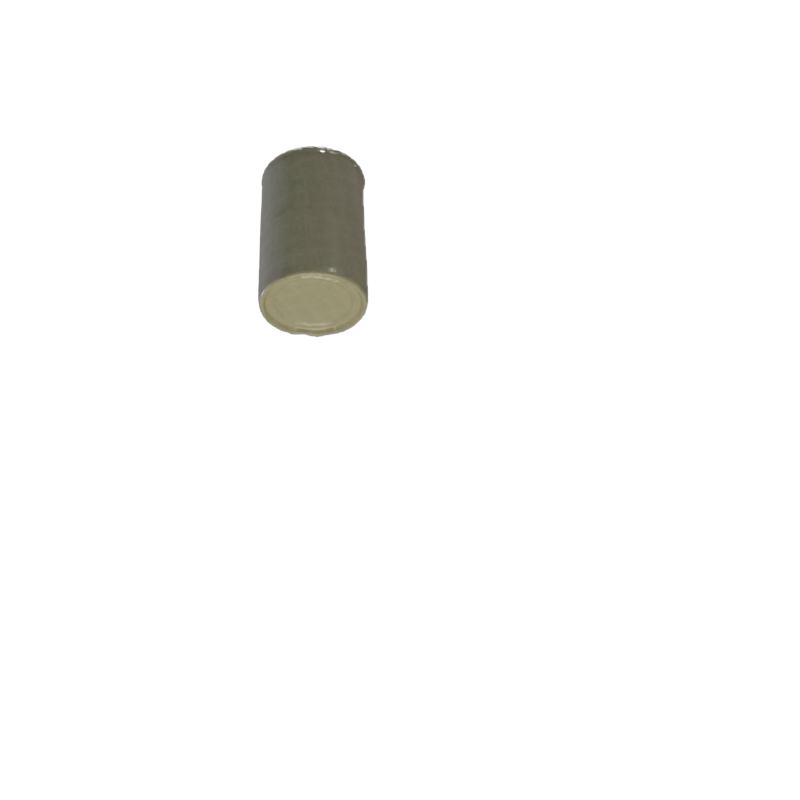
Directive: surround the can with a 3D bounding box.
[{"bbox_3d":[-0.054,-0.099,0.695,0.068,0.109,0.064,-1,-36,-2],"label":"can"}]
